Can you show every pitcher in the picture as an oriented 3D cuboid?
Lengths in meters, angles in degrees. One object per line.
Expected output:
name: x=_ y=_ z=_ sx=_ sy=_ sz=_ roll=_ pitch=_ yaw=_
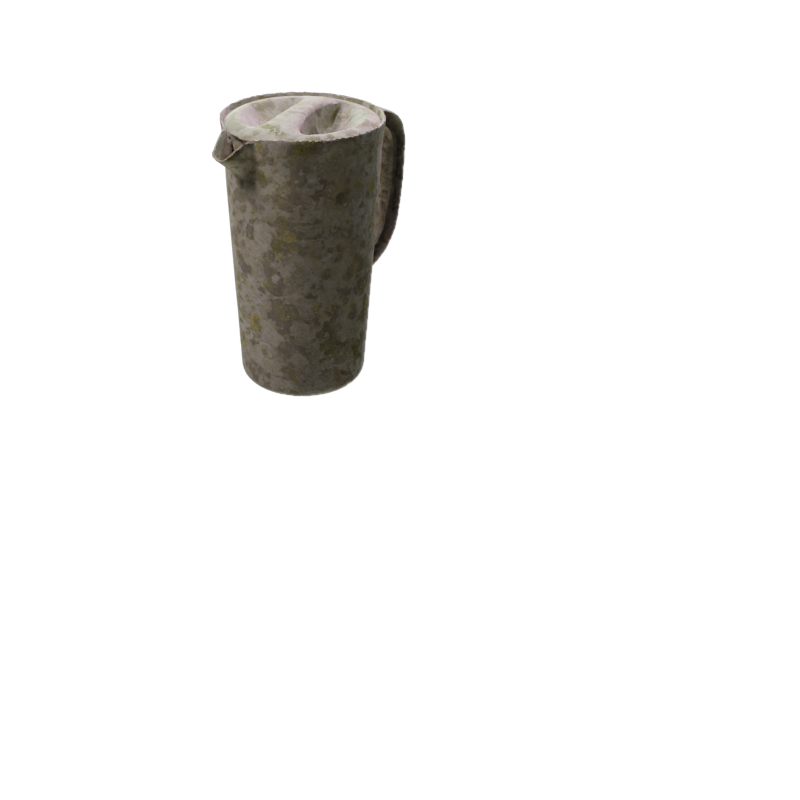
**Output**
pitcher: x=-0.074 y=-0.134 z=0.940 sx=0.150 sy=0.230 sz=0.153 roll=3 pitch=27 yaw=2
